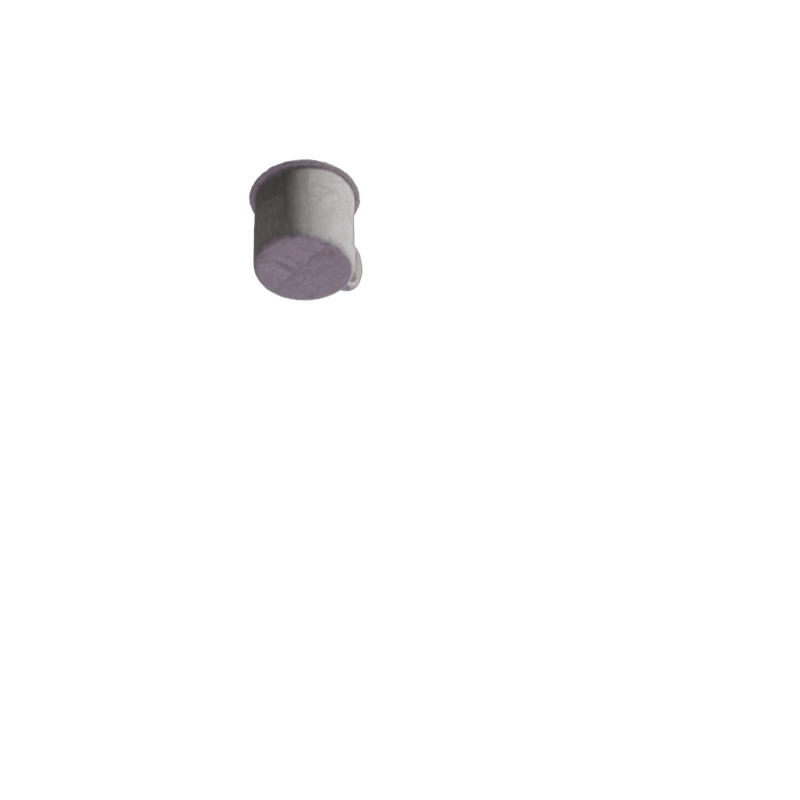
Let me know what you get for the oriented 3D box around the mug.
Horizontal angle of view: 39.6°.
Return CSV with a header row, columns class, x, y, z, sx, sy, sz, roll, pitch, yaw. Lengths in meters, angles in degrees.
class,x,y,z,sx,sy,sz,roll,pitch,yaw
mug,-0.071,-0.130,0.913,0.093,0.087,0.109,-25,-44,27
